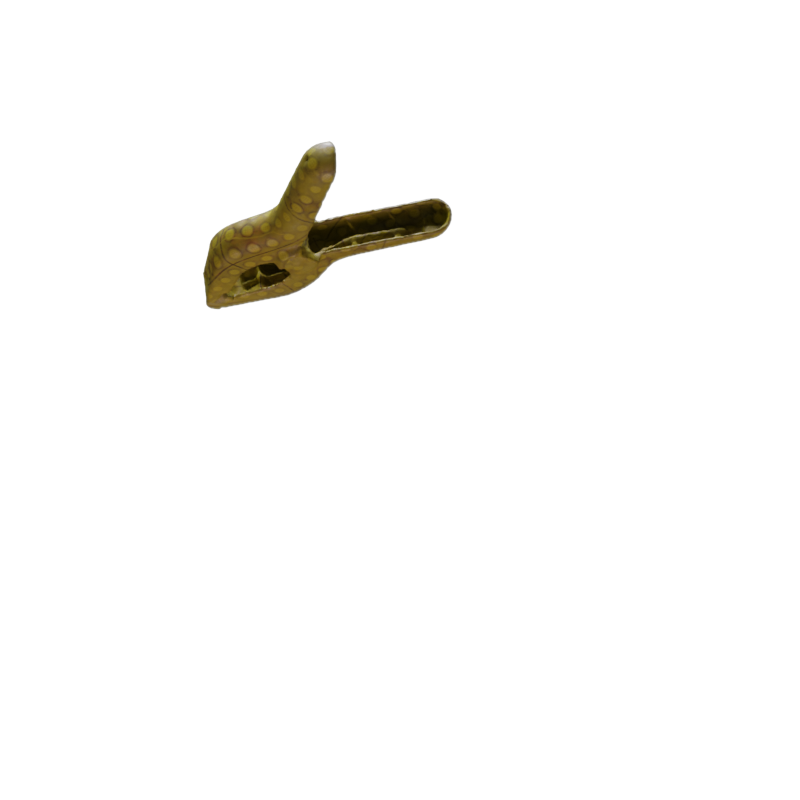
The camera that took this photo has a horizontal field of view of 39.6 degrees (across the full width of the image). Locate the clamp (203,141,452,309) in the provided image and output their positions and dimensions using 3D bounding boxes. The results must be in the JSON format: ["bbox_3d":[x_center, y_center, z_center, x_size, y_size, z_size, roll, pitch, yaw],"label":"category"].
[{"bbox_3d":[-0.055,-0.100,0.703,0.113,0.042,0.171,20,-32,-36],"label":"clamp"}]
